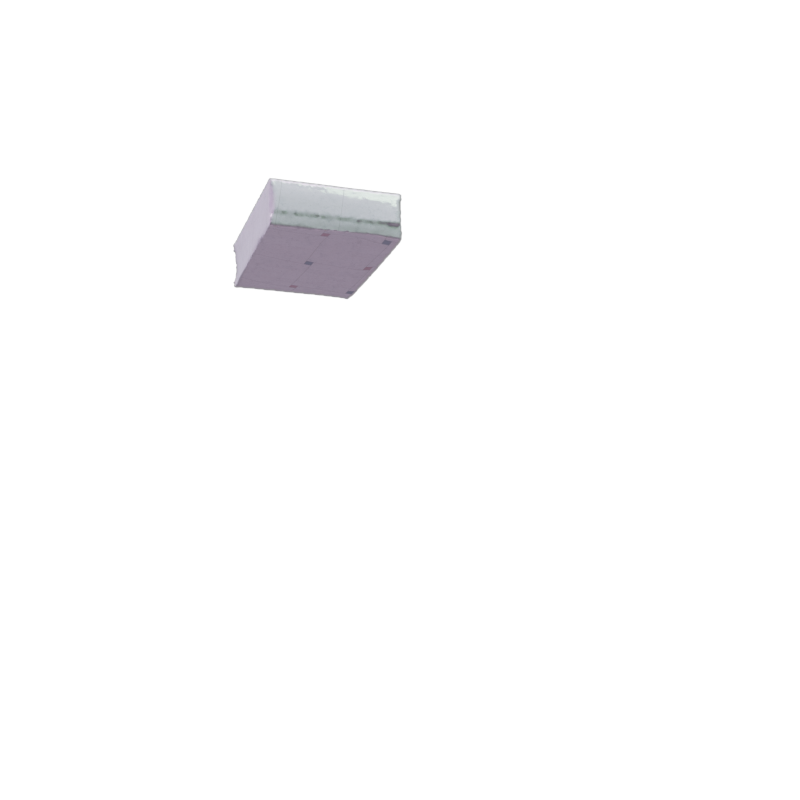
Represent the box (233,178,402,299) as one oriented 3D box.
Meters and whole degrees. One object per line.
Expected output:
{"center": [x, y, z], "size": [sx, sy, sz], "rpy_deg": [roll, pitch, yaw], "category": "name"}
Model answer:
{"center": [-0.059, -0.107, 0.751], "size": [0.088, 0.041, 0.111], "rpy_deg": [6, -21, -18], "category": "box"}
